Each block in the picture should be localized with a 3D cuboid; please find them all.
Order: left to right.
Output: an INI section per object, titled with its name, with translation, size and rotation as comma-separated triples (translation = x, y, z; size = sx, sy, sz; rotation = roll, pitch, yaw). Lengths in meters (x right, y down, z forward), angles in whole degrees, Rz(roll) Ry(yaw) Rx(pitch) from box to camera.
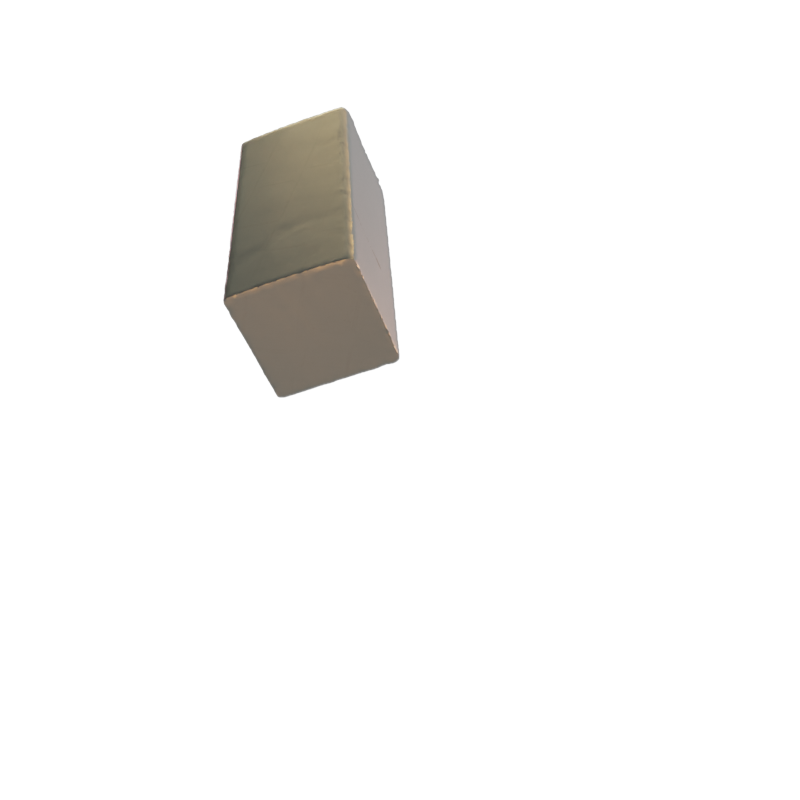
[block]
translation = -0.061, -0.113, 0.790
size = 0.091, 0.084, 0.221
rotation = -18, 37, 10
